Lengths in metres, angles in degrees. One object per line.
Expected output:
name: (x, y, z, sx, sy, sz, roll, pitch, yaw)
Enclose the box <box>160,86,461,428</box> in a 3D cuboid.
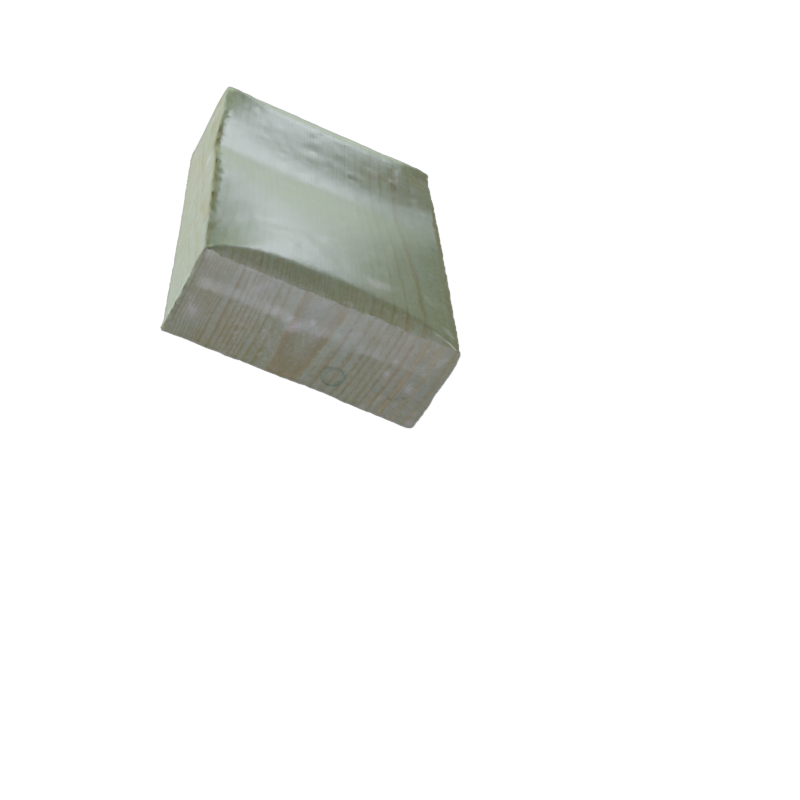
box: (-0.055, -0.101, 0.705, 0.159, 0.069, 0.229, 21, 34, -18)
